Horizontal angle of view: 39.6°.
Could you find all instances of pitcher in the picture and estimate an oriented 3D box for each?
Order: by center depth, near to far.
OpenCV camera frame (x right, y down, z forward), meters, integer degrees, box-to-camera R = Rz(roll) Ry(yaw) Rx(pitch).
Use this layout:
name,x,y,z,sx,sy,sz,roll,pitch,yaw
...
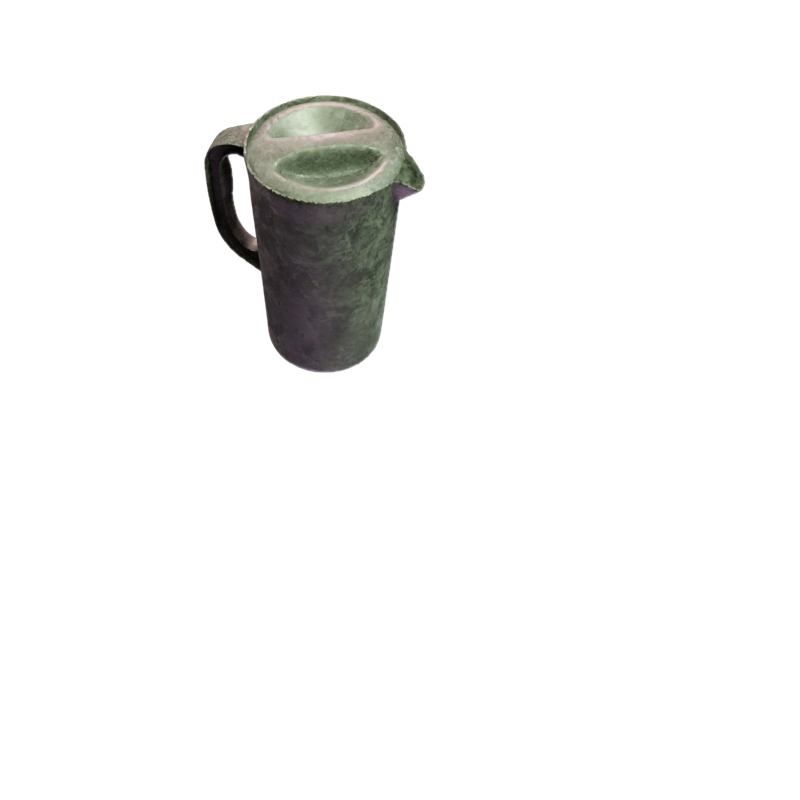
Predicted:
name,x,y,z,sx,sy,sz,roll,pitch,yaw
pitcher,-0.077,-0.140,0.977,0.144,0.161,0.226,-22,-36,-20
